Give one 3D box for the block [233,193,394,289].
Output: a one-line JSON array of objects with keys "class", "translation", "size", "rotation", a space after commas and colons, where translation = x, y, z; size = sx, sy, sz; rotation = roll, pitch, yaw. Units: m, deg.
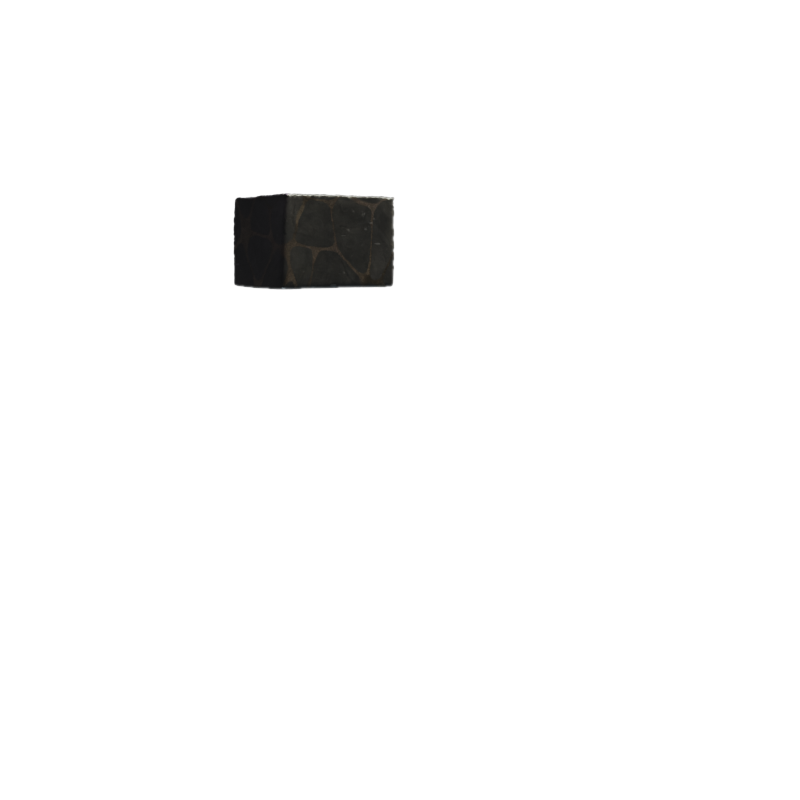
[{"class": "block", "translation": [-0.049, -0.089, 0.626], "size": [0.075, 0.051, 0.055], "rotation": [-4, 6, -38]}]
